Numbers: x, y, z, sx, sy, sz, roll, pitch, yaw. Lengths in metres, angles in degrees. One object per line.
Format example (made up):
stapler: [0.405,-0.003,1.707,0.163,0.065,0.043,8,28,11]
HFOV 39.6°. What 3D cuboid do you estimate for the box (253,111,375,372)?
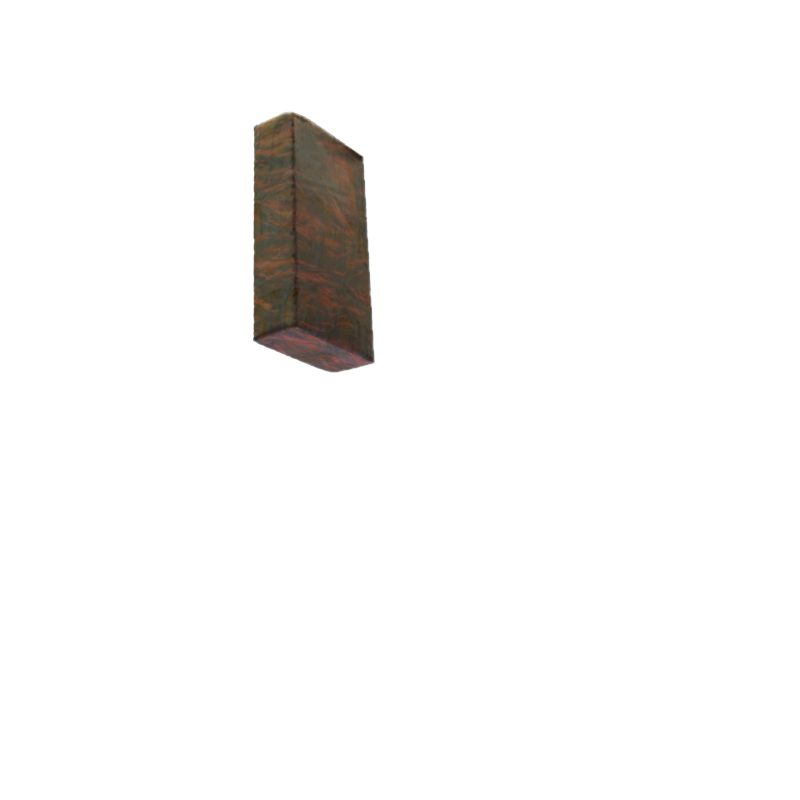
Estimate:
box: [-0.063,-0.116,0.813,0.049,0.186,0.087,-18,-28,33]
